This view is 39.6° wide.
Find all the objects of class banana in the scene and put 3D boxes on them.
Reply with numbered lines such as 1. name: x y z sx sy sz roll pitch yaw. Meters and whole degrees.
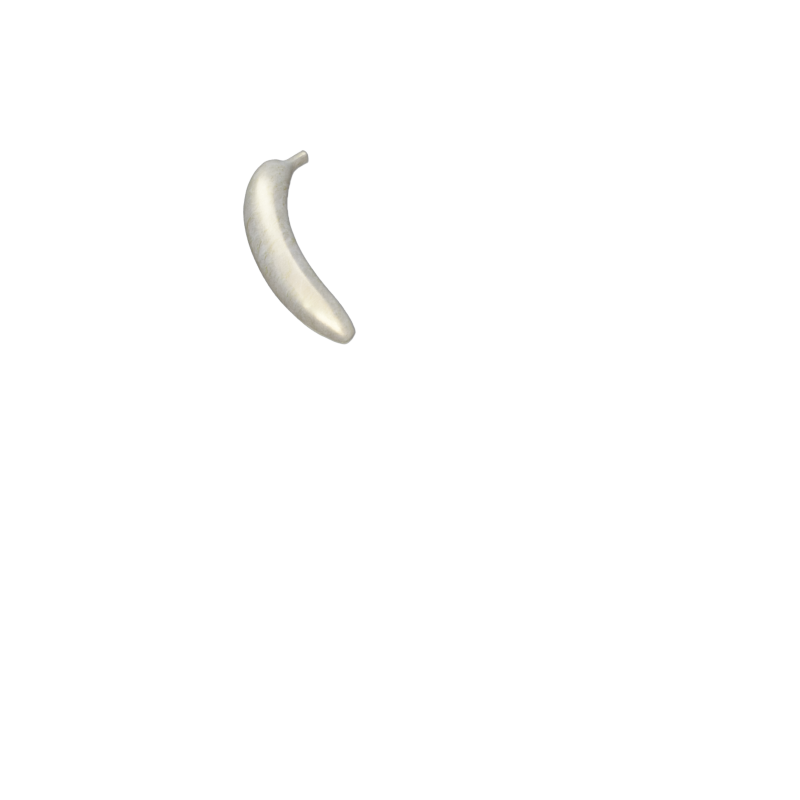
1. banana: -0.091 -0.131 0.916 0.069 0.212 0.034 -11 -30 -7
